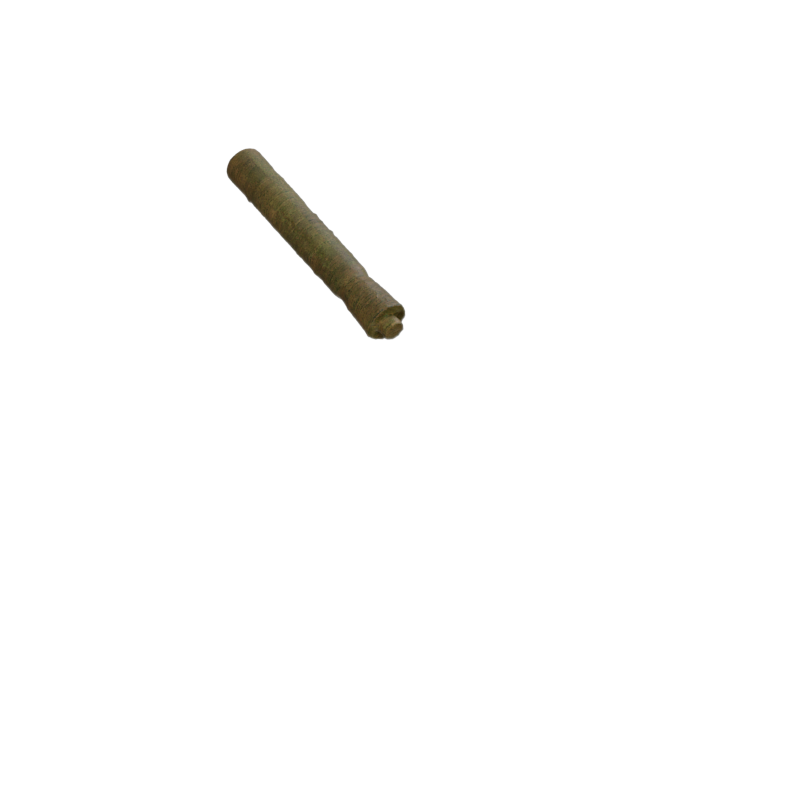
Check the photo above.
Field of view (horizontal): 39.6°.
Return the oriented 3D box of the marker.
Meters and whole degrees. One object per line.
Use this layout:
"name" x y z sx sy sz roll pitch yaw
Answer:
"marker" -0.038 -0.069 0.483 0.019 0.019 0.130 -2 41 -44
